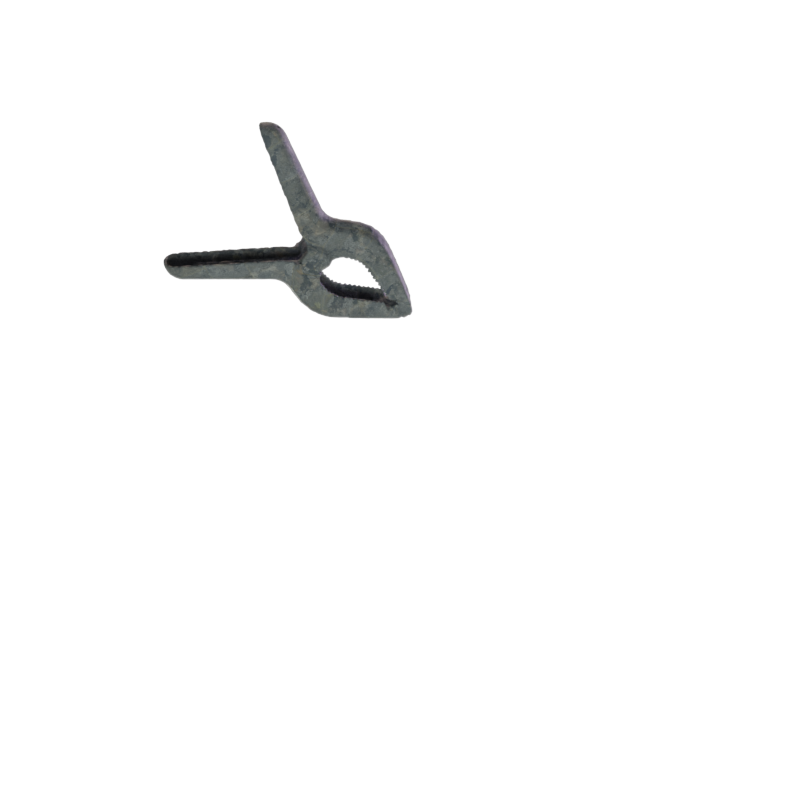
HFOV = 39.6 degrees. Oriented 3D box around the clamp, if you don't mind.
[{"bbox_3d":[-0.073,-0.133,0.933,0.203,0.159,0.039,23,32,-15],"label":"clamp"}]
